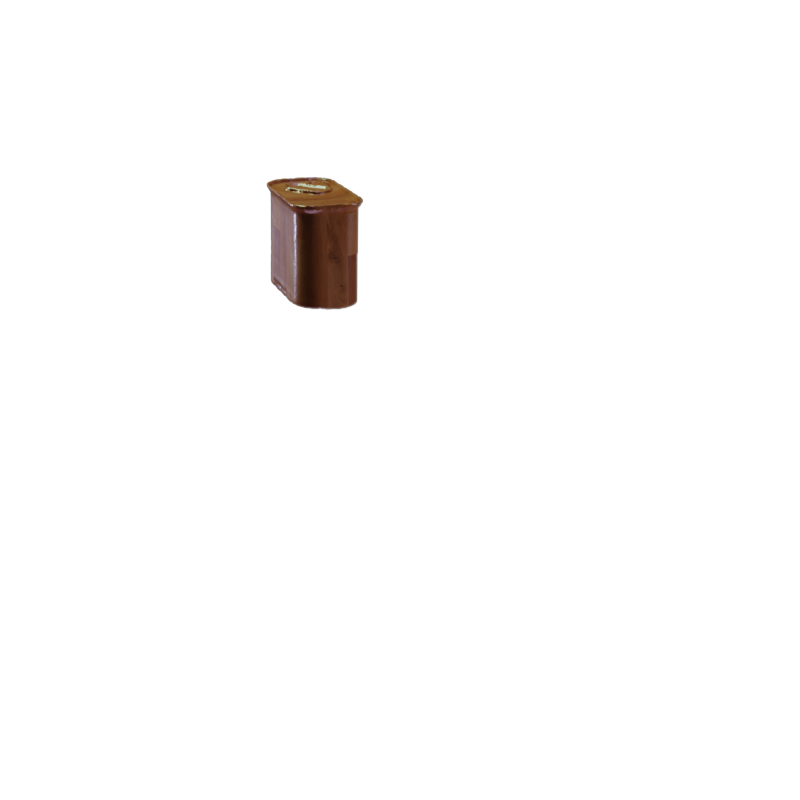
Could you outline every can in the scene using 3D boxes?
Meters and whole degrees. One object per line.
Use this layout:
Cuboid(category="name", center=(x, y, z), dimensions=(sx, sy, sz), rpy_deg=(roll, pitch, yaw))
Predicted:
Cuboid(category="can", center=(-0.069, -0.125, 0.878), dimensions=(0.056, 0.080, 0.108), rpy_deg=(-6, 21, -19))
